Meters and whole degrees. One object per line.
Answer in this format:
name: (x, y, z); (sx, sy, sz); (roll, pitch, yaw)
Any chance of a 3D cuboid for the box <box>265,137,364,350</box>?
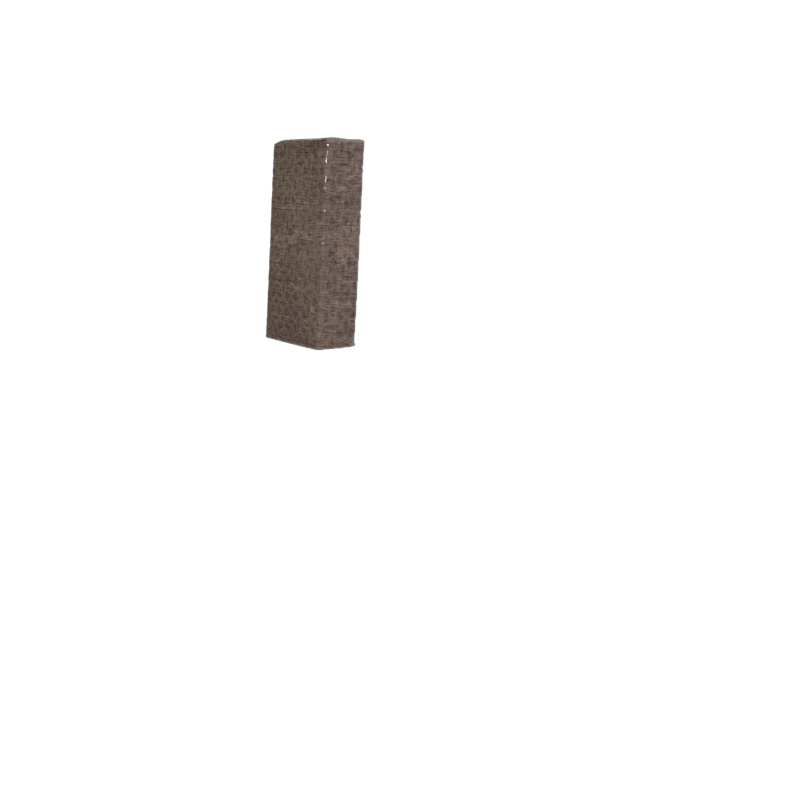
box: (-0.075, -0.136, 0.953); (0.046, 0.175, 0.097); (-2, 5, -34)
